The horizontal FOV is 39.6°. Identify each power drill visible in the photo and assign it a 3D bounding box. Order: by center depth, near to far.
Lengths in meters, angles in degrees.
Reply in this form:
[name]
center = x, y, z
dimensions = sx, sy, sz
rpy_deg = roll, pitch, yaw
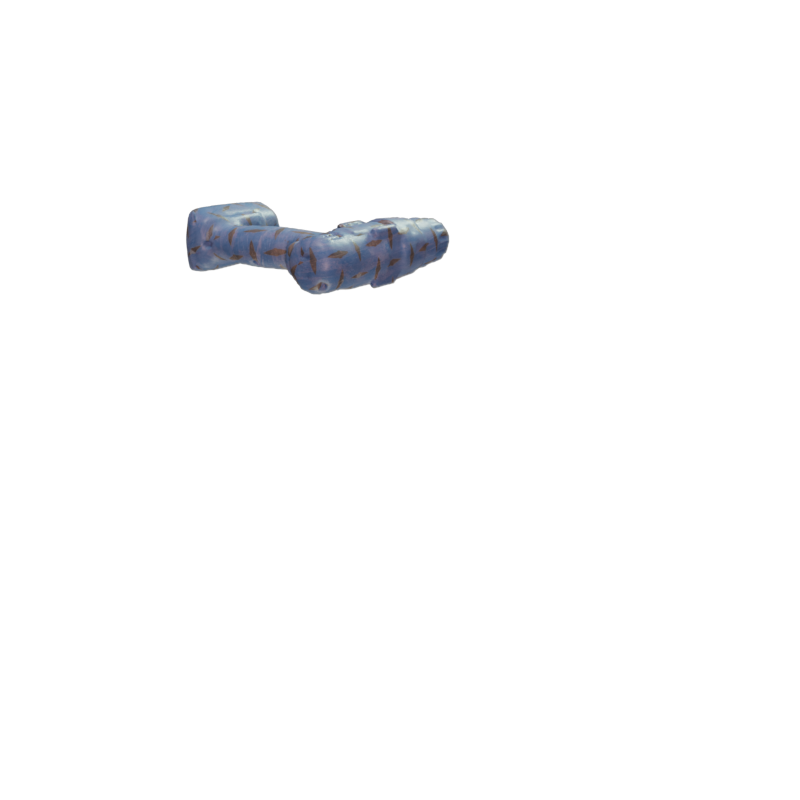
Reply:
[power drill]
center = -0.074, -0.135, 0.944
dimensions = 0.197, 0.056, 0.180
rpy_deg = 11, 18, 36
